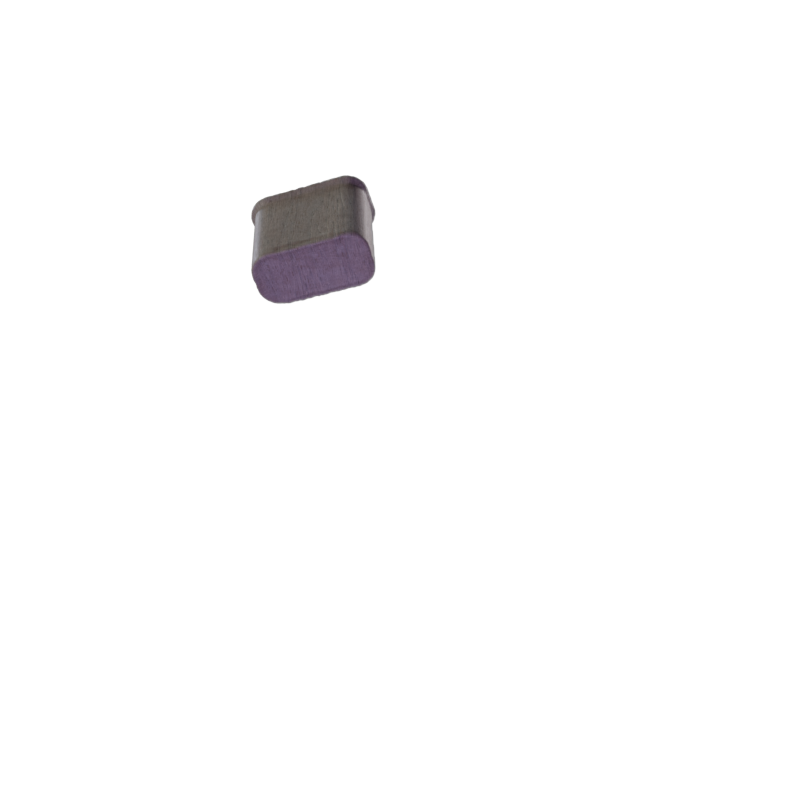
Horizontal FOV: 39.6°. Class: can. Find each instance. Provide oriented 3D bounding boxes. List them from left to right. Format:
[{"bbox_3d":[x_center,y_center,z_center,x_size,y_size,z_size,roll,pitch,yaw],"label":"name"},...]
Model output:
[{"bbox_3d":[-0.071,-0.129,0.901,0.102,0.053,0.090,-14,38,9],"label":"can"}]
